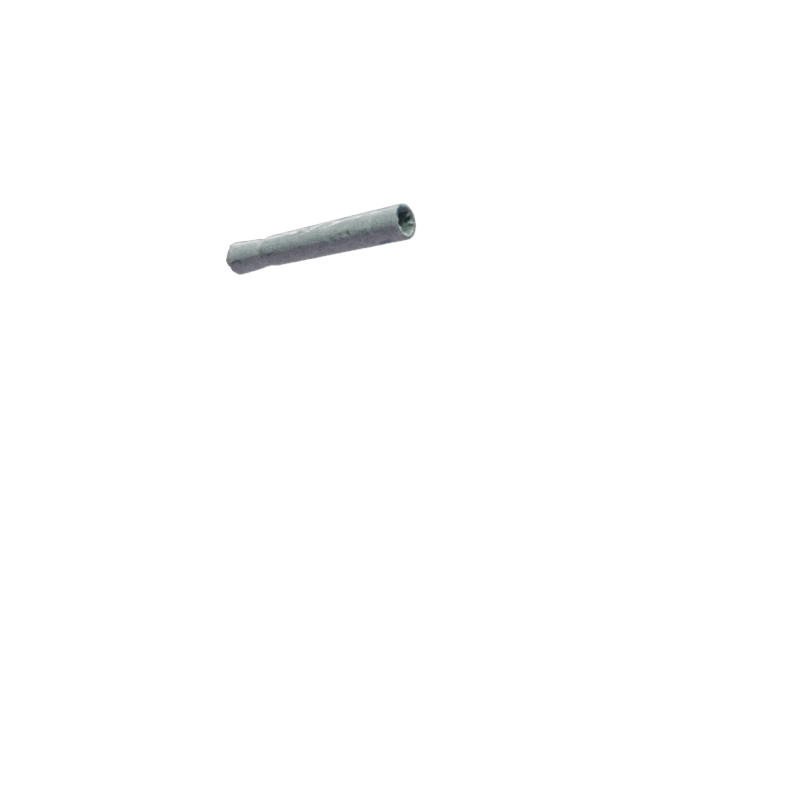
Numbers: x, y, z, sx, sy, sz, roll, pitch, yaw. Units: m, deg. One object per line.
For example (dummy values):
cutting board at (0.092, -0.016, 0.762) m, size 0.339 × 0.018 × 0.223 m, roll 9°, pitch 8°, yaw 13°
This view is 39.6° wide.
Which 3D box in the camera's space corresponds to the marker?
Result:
marker at (-0.047, -0.085, 0.593) m, size 0.124 × 0.020 × 0.019 m, roll -6°, pitch 0°, yaw 37°
